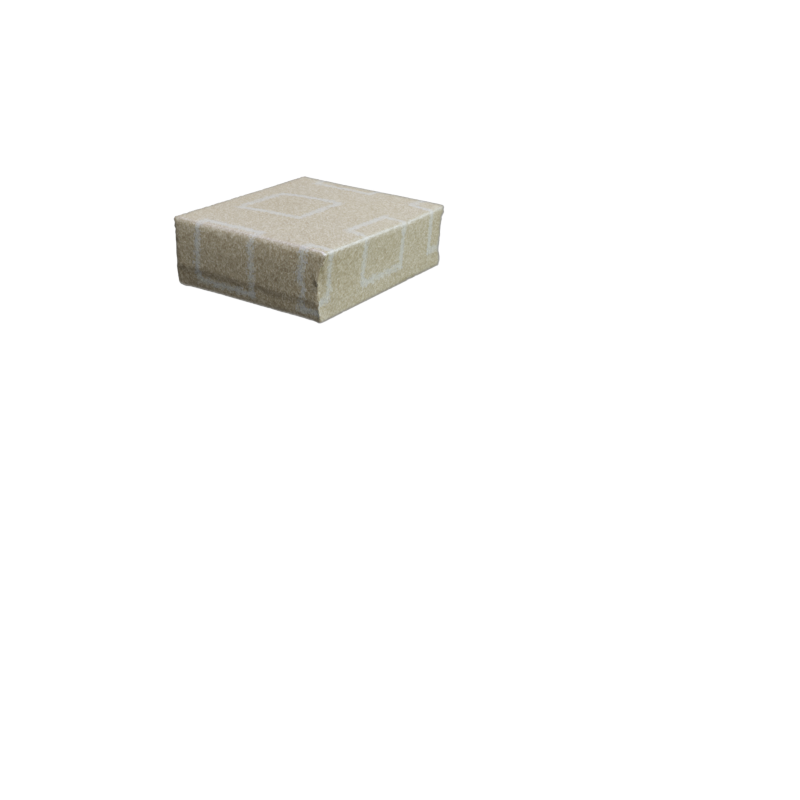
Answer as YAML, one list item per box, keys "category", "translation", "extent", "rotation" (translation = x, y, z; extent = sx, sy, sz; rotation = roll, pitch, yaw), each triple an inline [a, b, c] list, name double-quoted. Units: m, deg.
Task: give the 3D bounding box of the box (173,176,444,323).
- category: "box"
  translation: [-0.044, -0.080, 0.557]
  extent: [0.094, 0.037, 0.114]
  rotation: [15, 29, 29]
